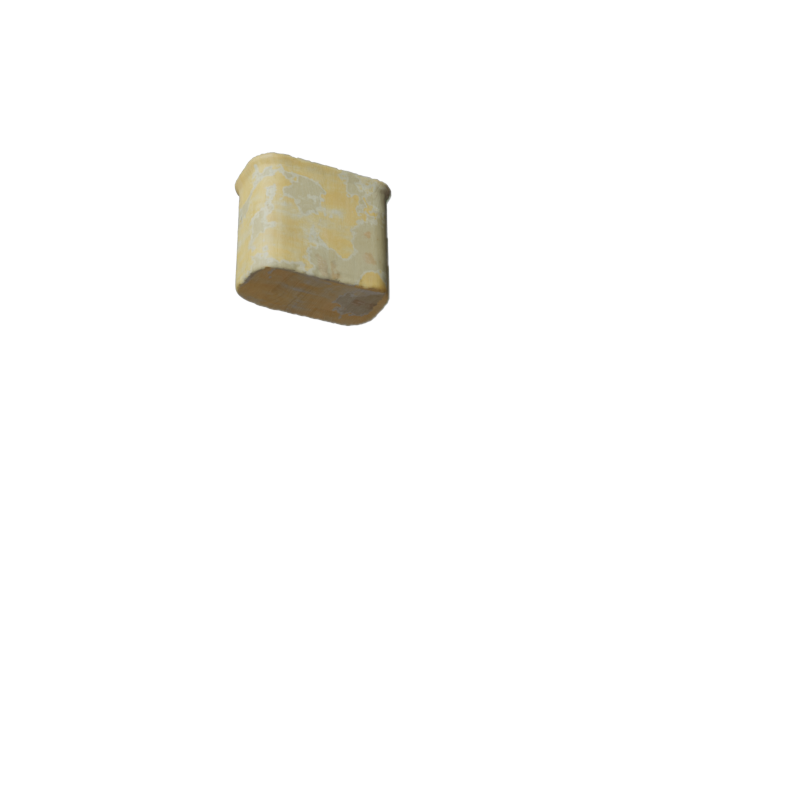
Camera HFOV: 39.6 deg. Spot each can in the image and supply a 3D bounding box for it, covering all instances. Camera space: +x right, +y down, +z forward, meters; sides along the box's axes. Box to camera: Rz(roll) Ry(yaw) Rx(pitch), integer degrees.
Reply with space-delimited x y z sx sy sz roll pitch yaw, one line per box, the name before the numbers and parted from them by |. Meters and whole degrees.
can | -0.056 -0.102 0.715 0.098 0.089 0.056 12 -32 -23
